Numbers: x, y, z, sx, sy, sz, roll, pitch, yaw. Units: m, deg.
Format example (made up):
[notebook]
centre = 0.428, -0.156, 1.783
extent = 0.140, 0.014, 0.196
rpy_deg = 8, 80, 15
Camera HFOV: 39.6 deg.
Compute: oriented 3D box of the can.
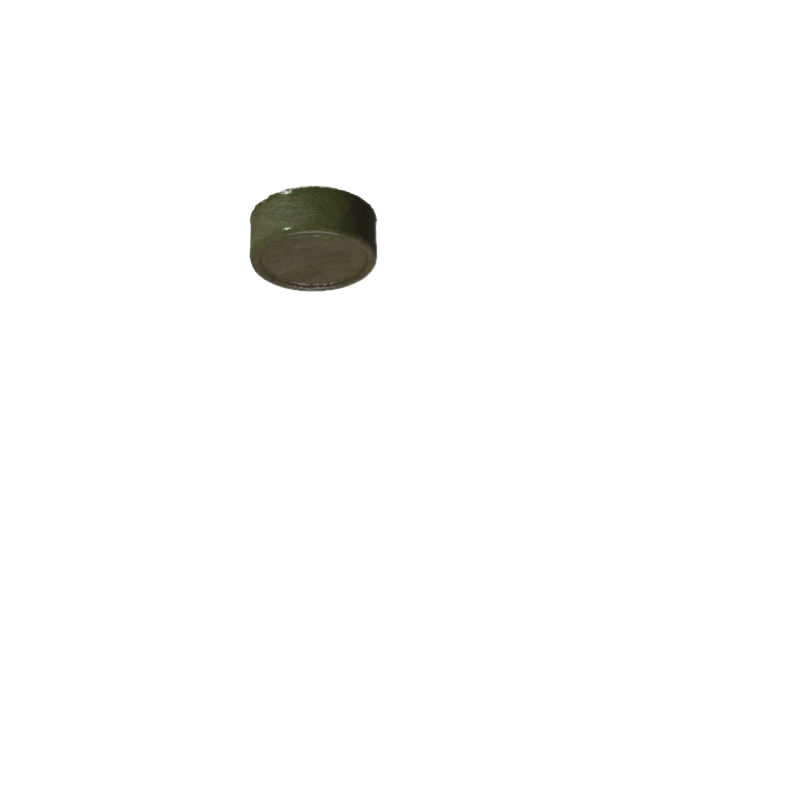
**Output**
[can]
centre = -0.058, -0.106, 0.740
extent = 0.086, 0.036, 0.081
rpy_deg = 1, -25, -2
